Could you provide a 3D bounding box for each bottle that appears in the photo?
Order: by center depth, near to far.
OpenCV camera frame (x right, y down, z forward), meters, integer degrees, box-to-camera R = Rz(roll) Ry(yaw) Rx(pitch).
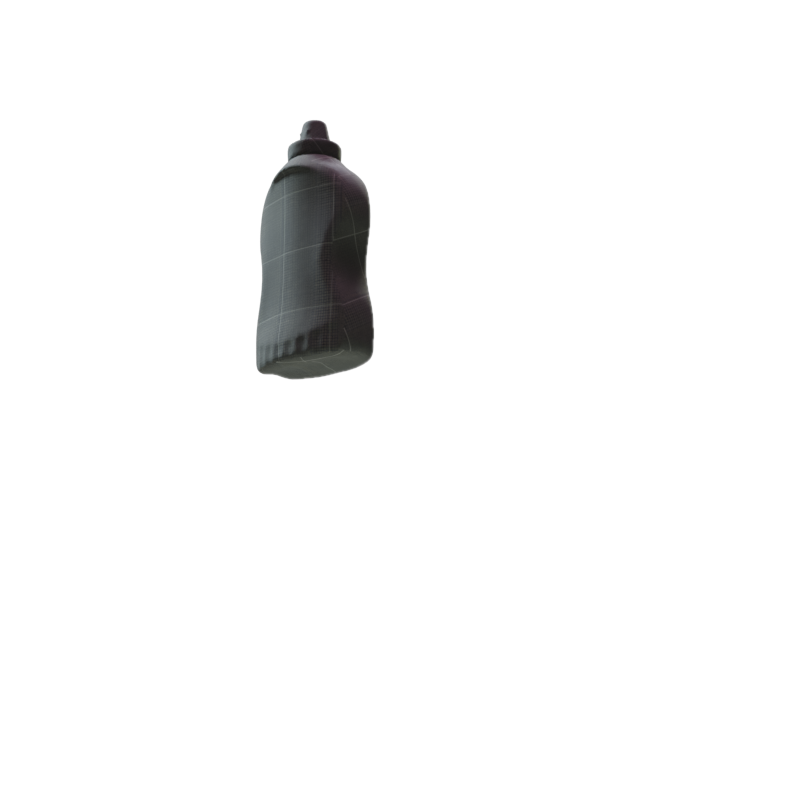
[{"bbox_3d":[-0.064,-0.117,0.818,0.055,0.200,0.097,15,-24,-41],"label":"bottle"}]
